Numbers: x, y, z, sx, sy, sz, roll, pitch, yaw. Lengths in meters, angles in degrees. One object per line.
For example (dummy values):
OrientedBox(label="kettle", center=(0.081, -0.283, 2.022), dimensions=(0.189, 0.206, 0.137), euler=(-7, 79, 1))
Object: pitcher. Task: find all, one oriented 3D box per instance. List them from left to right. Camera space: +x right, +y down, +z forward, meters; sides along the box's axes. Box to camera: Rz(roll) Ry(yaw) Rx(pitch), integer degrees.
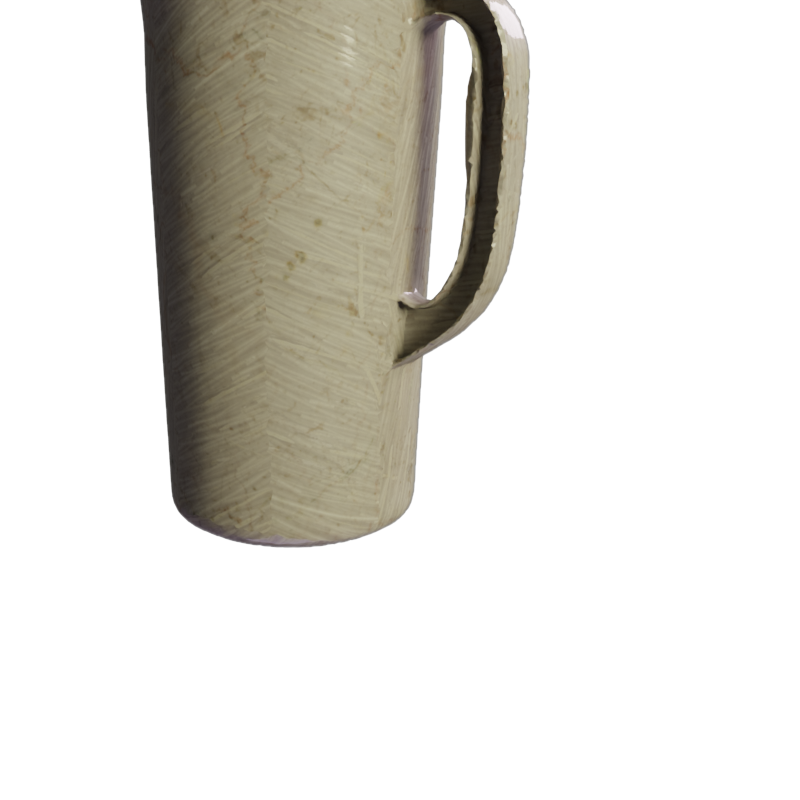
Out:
OrientedBox(label="pitcher", center=(-0.037, -0.068, 0.474), dimensions=(0.143, 0.239, 0.154), euler=(-1, 9, -12))
